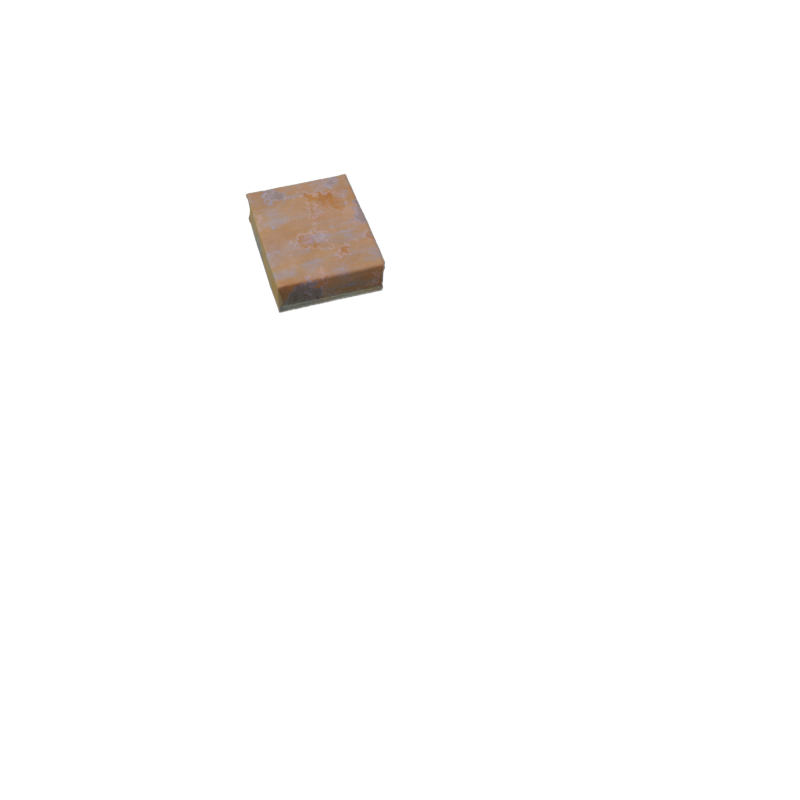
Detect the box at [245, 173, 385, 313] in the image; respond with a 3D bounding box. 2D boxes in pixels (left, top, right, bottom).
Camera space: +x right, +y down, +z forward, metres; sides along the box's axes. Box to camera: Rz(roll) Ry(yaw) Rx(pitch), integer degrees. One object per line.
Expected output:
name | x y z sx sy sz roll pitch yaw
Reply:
box | -0.072 -0.131 0.921 0.089 0.123 0.036 -13 -40 -12
